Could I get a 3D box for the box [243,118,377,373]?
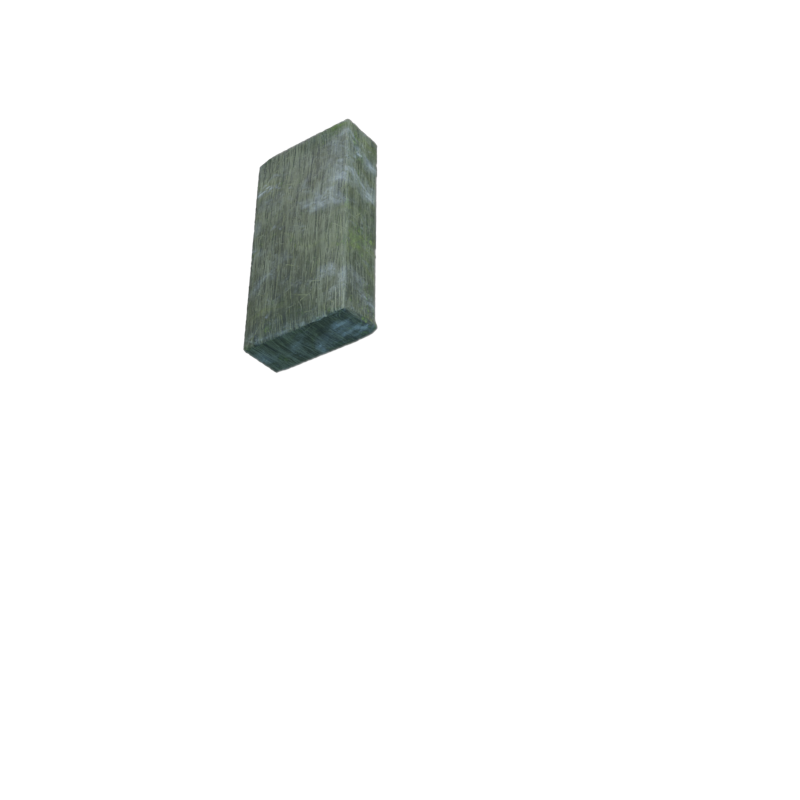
[{"bbox_3d":[-0.064,-0.117,0.817,0.094,0.188,0.045,-23,-38,28],"label":"box"}]
